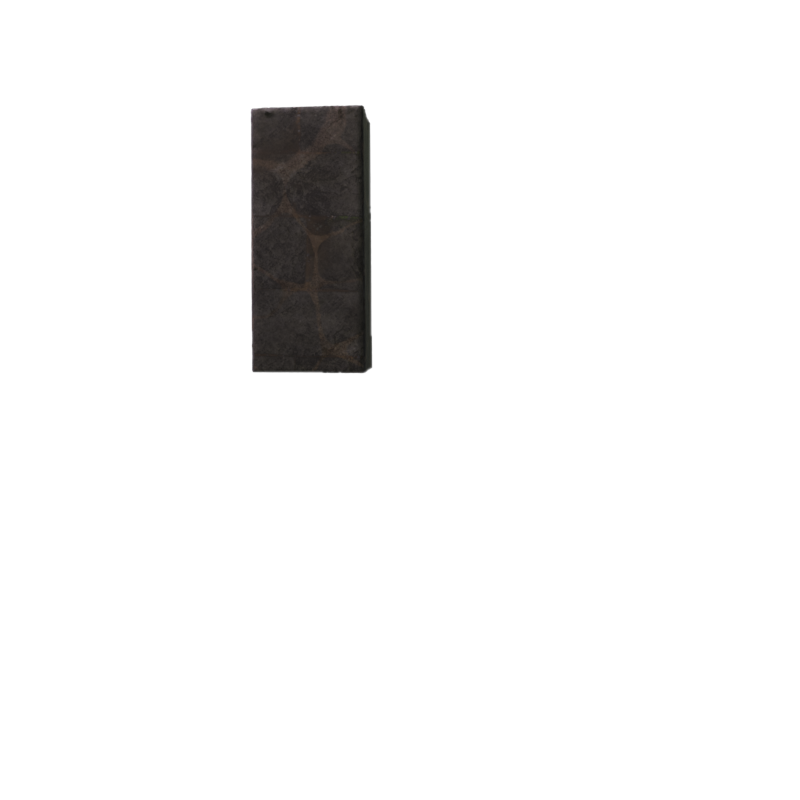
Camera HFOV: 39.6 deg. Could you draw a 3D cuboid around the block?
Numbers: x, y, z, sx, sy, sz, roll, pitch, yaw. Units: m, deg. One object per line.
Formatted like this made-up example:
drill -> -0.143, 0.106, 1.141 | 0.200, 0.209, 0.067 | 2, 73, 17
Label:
block -> -0.070, -0.128, 0.896 | 0.091, 0.208, 0.089 | 0, -2, 4
